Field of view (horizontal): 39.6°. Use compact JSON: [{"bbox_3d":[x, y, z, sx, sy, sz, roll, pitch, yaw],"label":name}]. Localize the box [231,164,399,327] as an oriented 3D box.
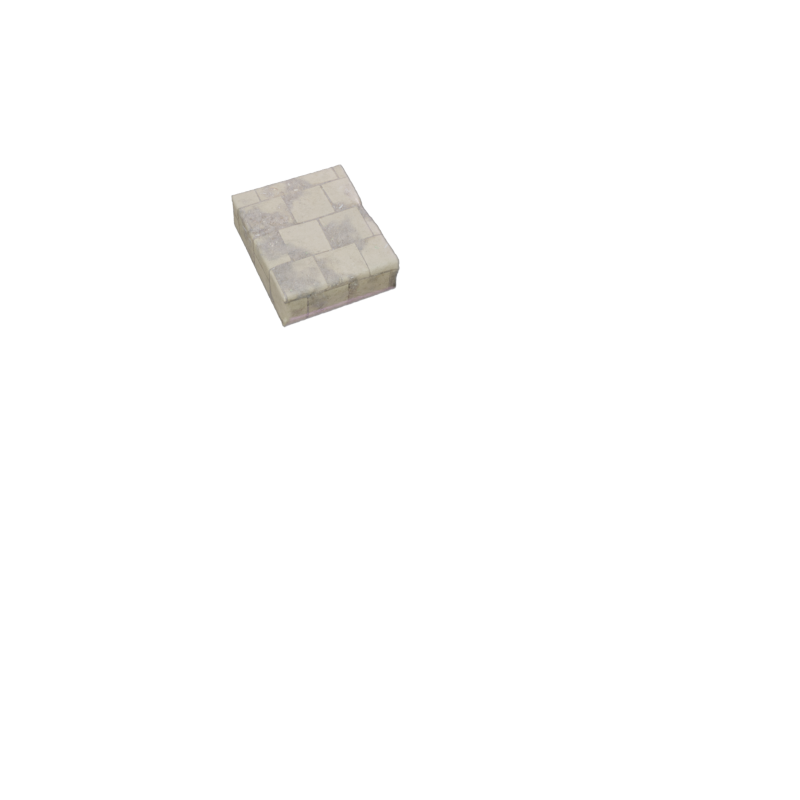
[{"bbox_3d":[-0.052,-0.094,0.660,0.072,0.096,0.028,-19,-35,-14],"label":"box"}]
